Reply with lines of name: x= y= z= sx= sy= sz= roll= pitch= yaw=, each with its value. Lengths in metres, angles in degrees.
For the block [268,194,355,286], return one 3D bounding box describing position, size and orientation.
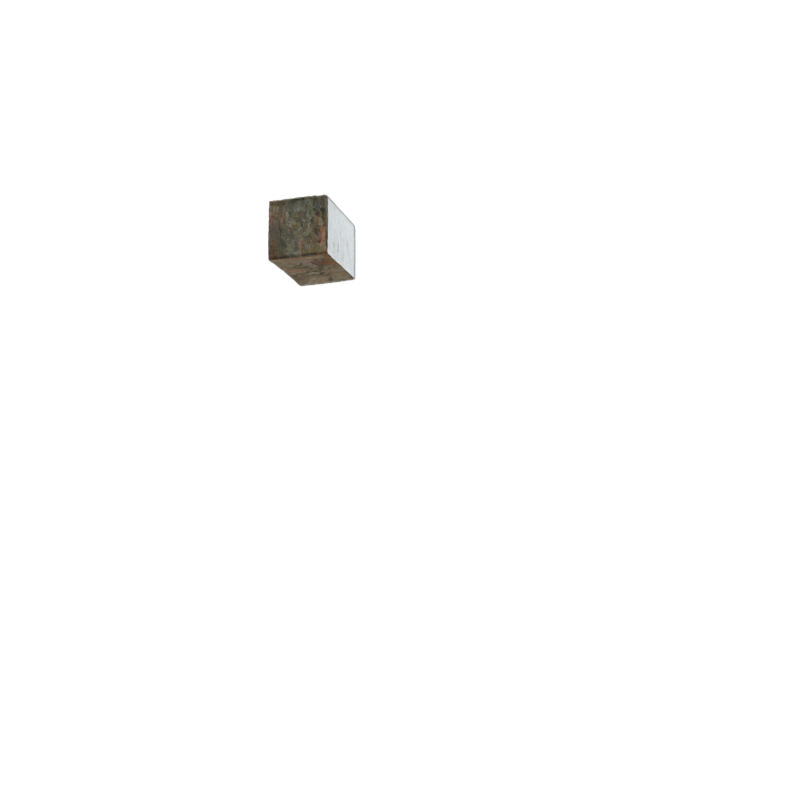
block: x=-0.072 y=-0.132 z=0.922 sx=0.054 sy=0.053 sz=0.074 roll=-5 pitch=-15 yaw=15
